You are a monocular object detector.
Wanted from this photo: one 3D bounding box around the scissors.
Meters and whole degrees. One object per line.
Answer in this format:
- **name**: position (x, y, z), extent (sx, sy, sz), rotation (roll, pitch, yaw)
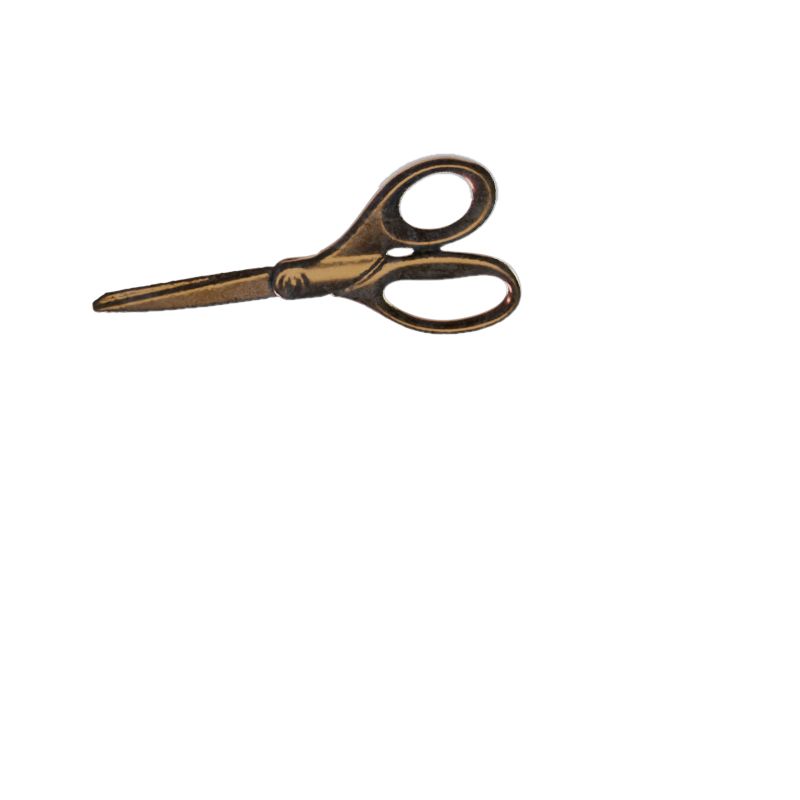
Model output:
- **scissors**: position (-0.040, -0.074, 0.517), extent (0.201, 0.092, 0.016), rotation (7, 21, -3)
